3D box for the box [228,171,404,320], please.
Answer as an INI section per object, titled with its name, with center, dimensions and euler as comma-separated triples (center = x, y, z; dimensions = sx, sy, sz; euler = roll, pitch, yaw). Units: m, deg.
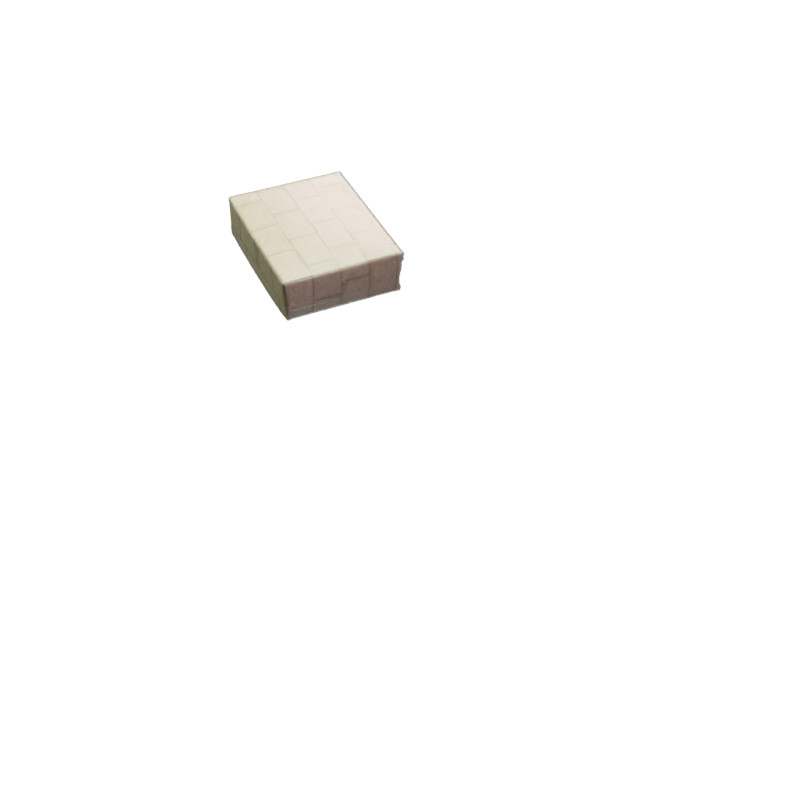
[box]
center = -0.062, -0.112, 0.788
dimensions = 0.089, 0.036, 0.123
euler = -17, 47, -18
